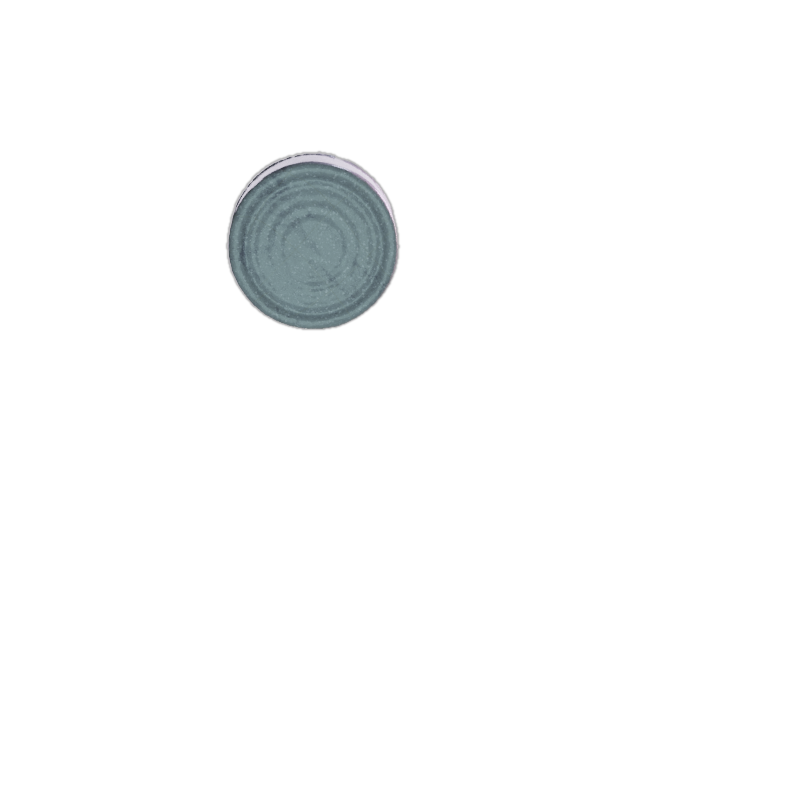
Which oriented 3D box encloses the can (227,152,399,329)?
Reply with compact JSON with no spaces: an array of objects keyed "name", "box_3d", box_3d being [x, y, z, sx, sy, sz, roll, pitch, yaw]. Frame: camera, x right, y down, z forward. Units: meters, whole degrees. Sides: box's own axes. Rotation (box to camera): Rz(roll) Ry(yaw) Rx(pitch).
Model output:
[{"name":"can","box_3d":[-0.044,-0.079,0.556,0.086,0.083,0.035,0,13,-1]}]
